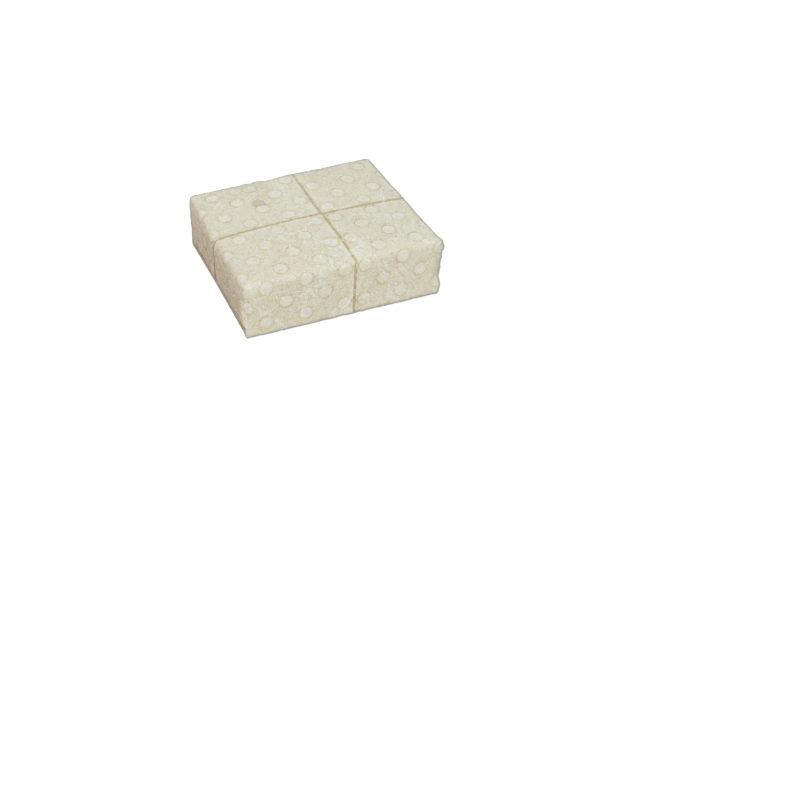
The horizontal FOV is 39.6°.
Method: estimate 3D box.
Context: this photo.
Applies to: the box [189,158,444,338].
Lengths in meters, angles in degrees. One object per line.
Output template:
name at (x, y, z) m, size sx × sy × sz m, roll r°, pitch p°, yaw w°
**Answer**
box at (-0.037, -0.068, 0.473) m, size 0.088 × 0.028 × 0.079 m, roll -16°, pitch 42°, yaw -18°
